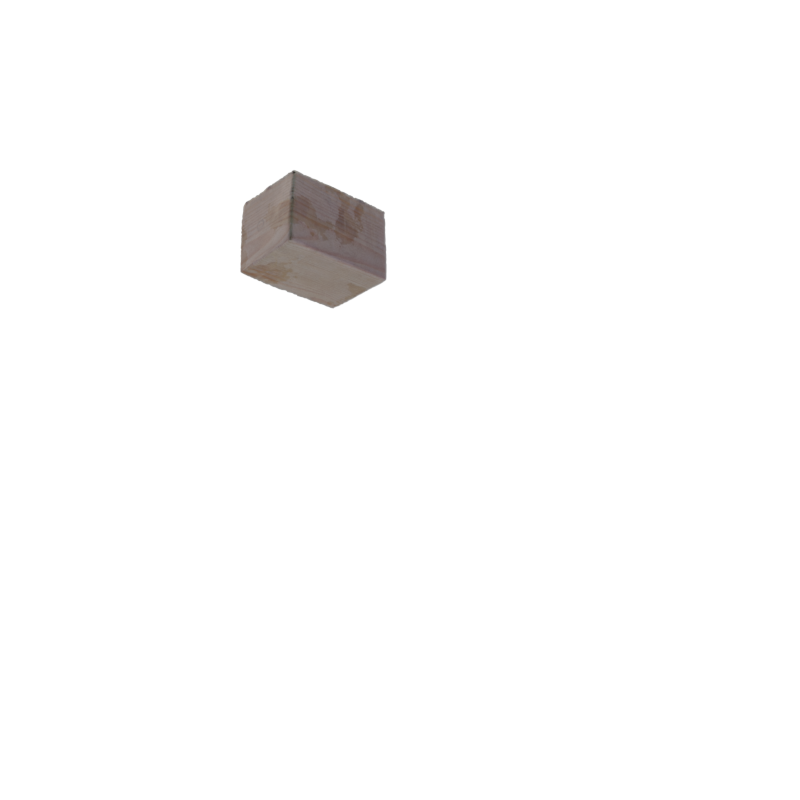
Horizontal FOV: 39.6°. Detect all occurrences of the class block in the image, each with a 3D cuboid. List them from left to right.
[{"bbox_3d":[-0.054,-0.098,0.689,0.073,0.054,0.053,20,-34,-37],"label":"block"}]
